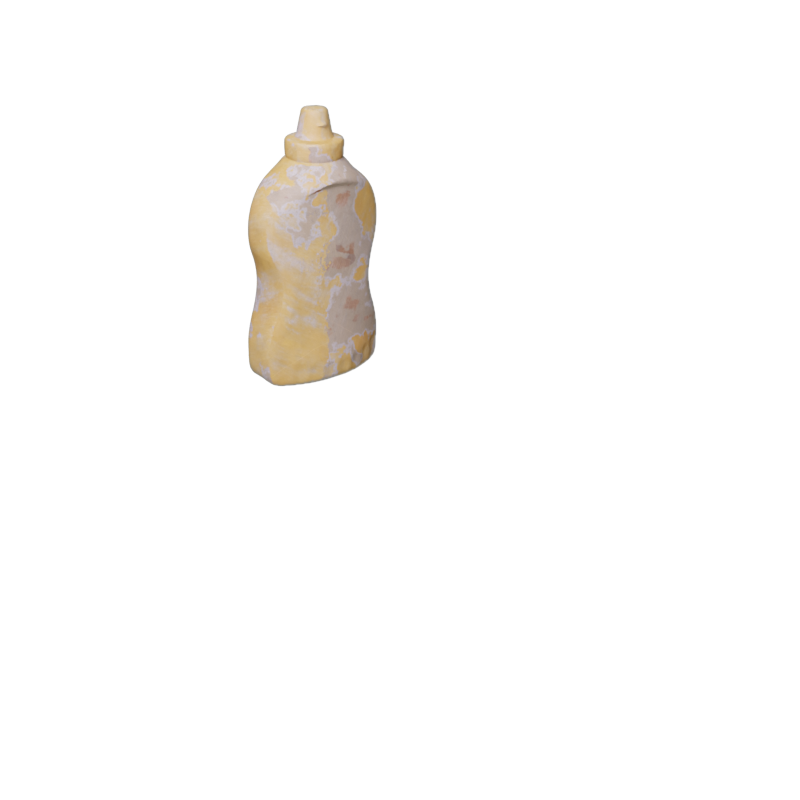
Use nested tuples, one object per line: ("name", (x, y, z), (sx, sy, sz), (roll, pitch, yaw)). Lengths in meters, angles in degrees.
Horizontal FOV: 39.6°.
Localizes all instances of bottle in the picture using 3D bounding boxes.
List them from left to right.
("bottle", (-0.061, -0.111, 0.777), (0.094, 0.183, 0.062), (-13, 25, -33))
